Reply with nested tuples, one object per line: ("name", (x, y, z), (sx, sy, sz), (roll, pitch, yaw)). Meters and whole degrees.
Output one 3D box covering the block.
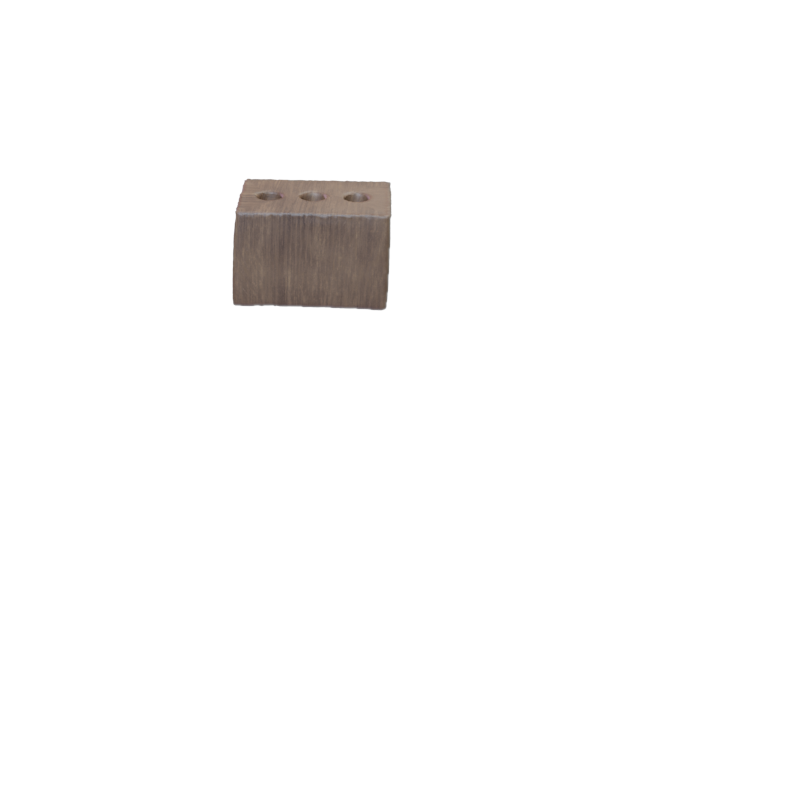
("block", (-0.044, -0.081, 0.564), (0.078, 0.048, 0.056), (1, 27, 1))
